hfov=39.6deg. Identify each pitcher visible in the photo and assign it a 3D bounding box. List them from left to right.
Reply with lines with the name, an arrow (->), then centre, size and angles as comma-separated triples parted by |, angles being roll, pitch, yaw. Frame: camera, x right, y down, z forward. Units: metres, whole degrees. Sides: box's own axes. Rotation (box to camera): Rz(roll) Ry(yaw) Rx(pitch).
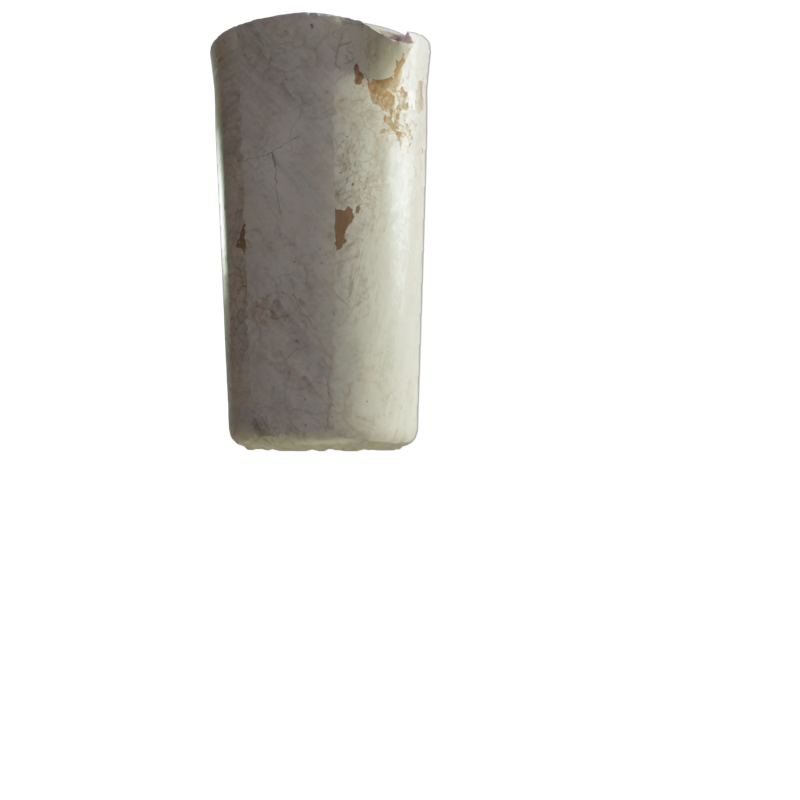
pitcher -> -0.052, -0.094, 0.659 | 0.147, 0.248, 0.144 | -2, -8, 10
